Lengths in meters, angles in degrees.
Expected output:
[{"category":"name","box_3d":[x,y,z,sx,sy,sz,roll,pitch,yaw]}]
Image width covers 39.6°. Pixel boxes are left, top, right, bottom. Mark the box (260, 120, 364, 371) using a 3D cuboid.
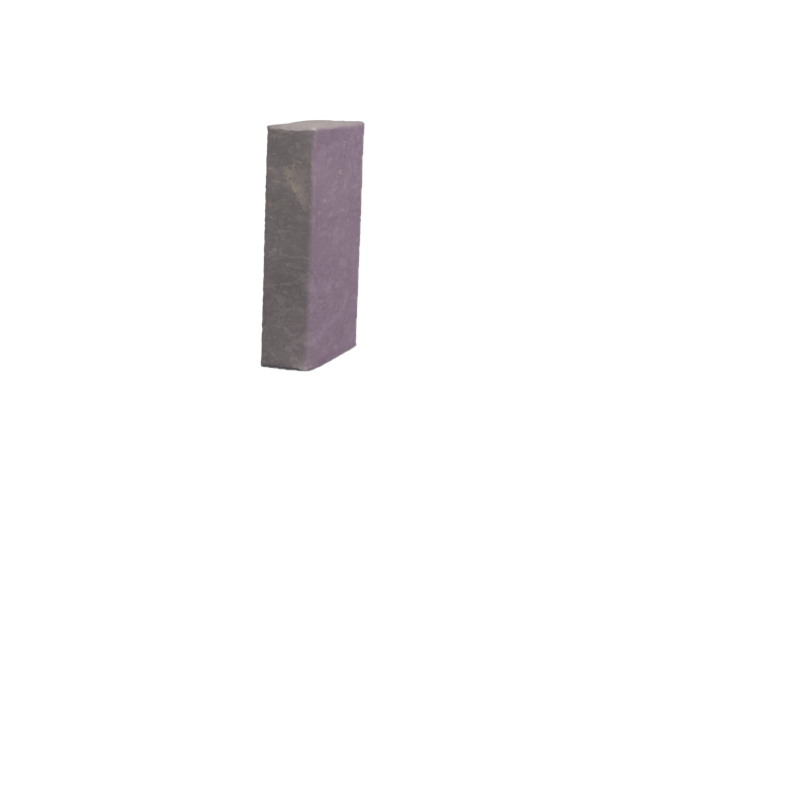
[{"category":"box","box_3d":[-0.064,-0.117,0.818,0.049,0.172,0.093,4,11,21]}]
